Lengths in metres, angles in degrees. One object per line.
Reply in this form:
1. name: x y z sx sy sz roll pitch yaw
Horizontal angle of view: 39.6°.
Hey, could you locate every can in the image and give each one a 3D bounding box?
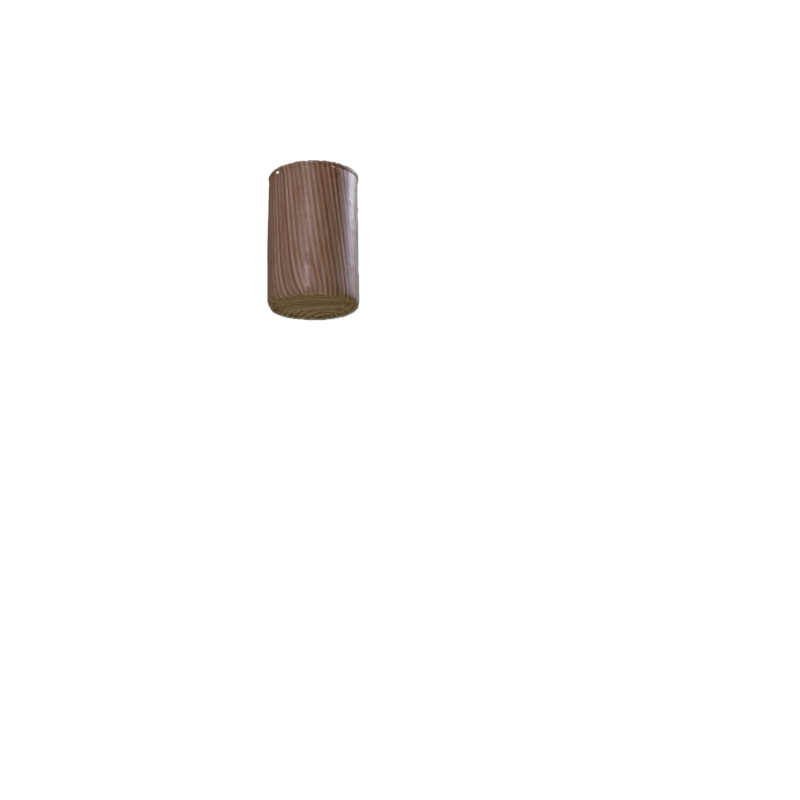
1. can: -0.064 -0.117 0.816 0.068 0.107 0.066 0 -18 -2
